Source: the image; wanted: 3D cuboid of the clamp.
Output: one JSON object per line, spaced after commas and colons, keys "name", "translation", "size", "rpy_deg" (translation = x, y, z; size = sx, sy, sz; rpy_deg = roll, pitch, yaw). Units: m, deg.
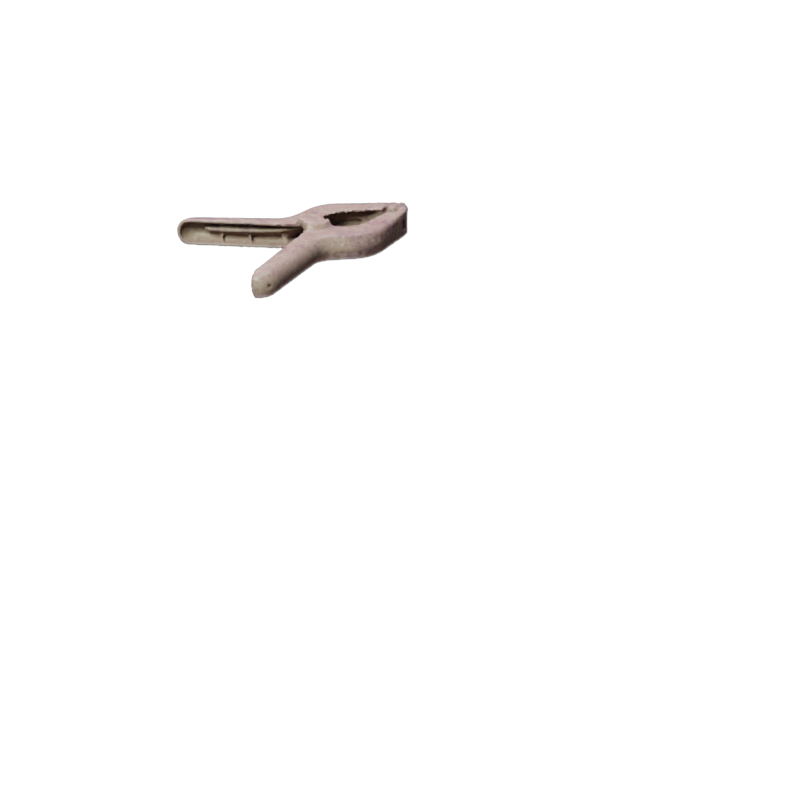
{"name": "clamp", "translation": [-0.078, -0.142, 0.998], "size": [0.206, 0.034, 0.177], "rpy_deg": [-12, 31, -22]}
